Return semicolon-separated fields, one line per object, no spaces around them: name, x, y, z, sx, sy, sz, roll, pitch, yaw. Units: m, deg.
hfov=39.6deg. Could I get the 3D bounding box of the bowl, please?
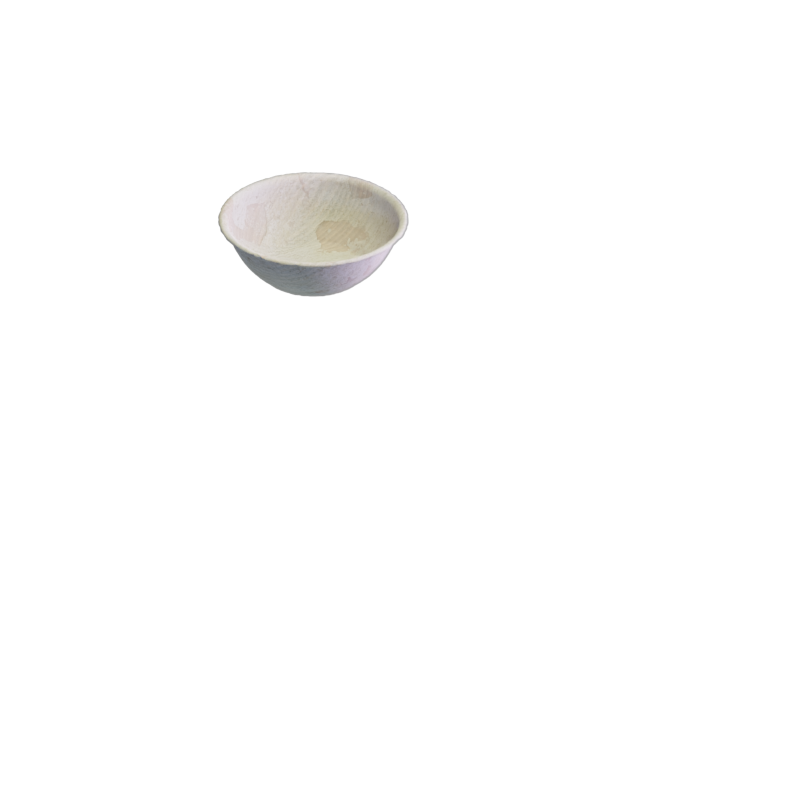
bowl;-0.075;-0.136;0.953;0.162;0.052;0.173;-1;36;-2
